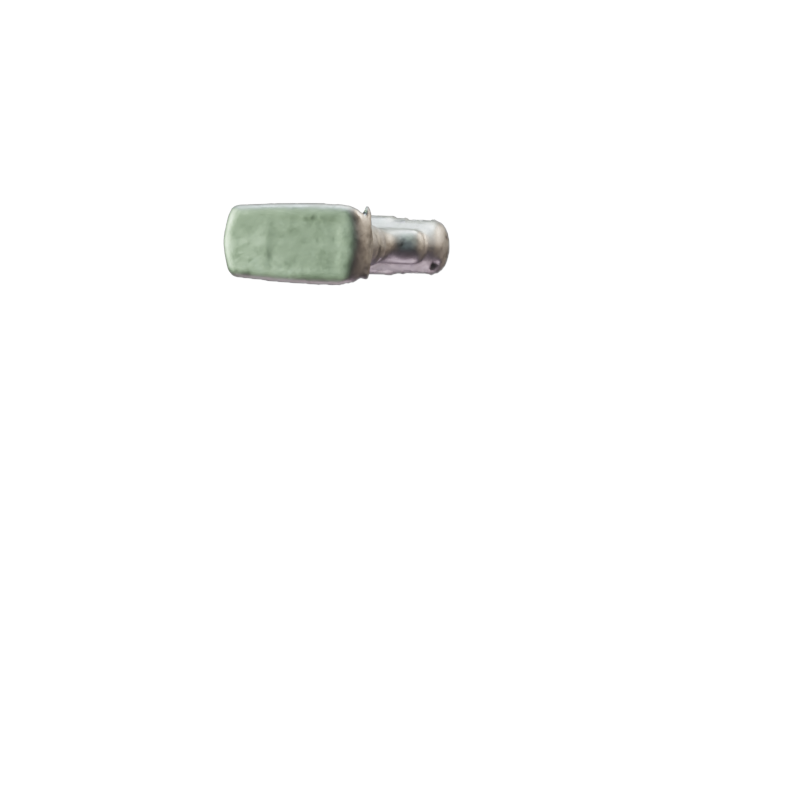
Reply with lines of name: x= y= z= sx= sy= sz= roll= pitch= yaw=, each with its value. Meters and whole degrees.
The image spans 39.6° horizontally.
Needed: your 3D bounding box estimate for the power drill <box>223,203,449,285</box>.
power drill: x=-0.068 y=-0.123 z=0.864 sx=0.189 sy=0.057 sz=0.185 roll=3 pitch=9 yaw=16
